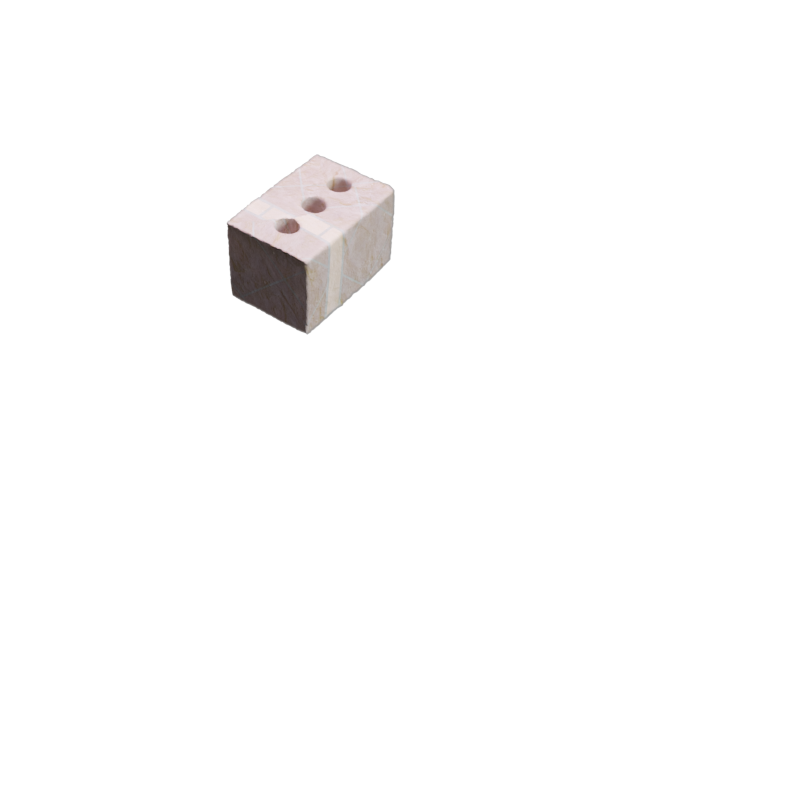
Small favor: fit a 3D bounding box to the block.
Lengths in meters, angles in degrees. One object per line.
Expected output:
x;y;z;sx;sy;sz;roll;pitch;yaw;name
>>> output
-0.045;-0.083;0.580;0.055;0.048;0.079;26;49;23;block
